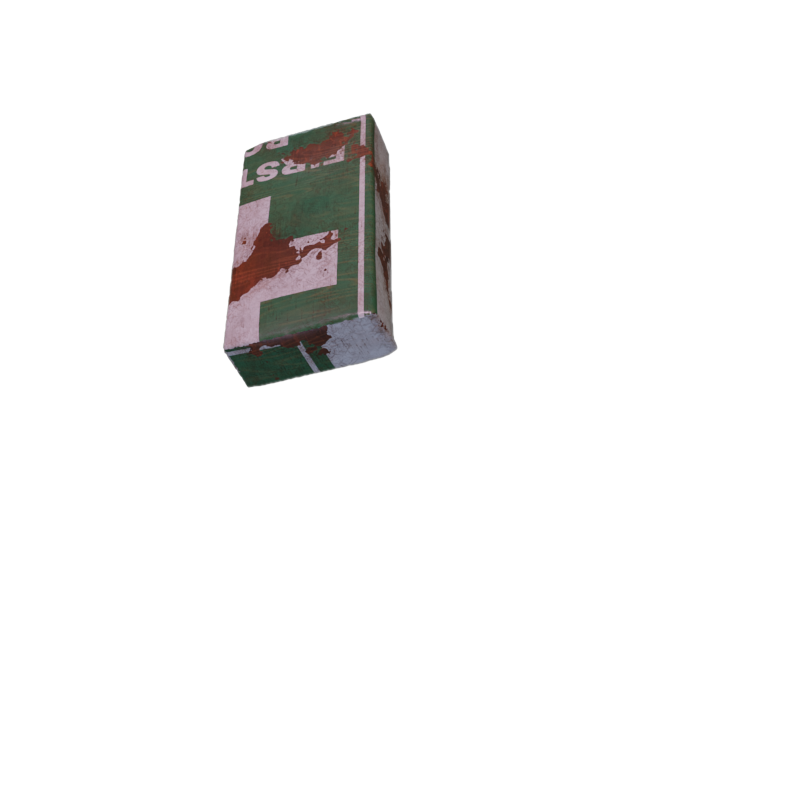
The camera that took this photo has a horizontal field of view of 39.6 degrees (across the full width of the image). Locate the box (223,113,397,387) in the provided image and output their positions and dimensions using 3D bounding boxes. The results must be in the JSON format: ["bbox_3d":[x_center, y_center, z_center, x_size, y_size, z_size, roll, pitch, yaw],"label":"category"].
[{"bbox_3d":[-0.053,-0.097,0.679,0.094,0.189,0.044,-14,-41,13],"label":"box"}]
